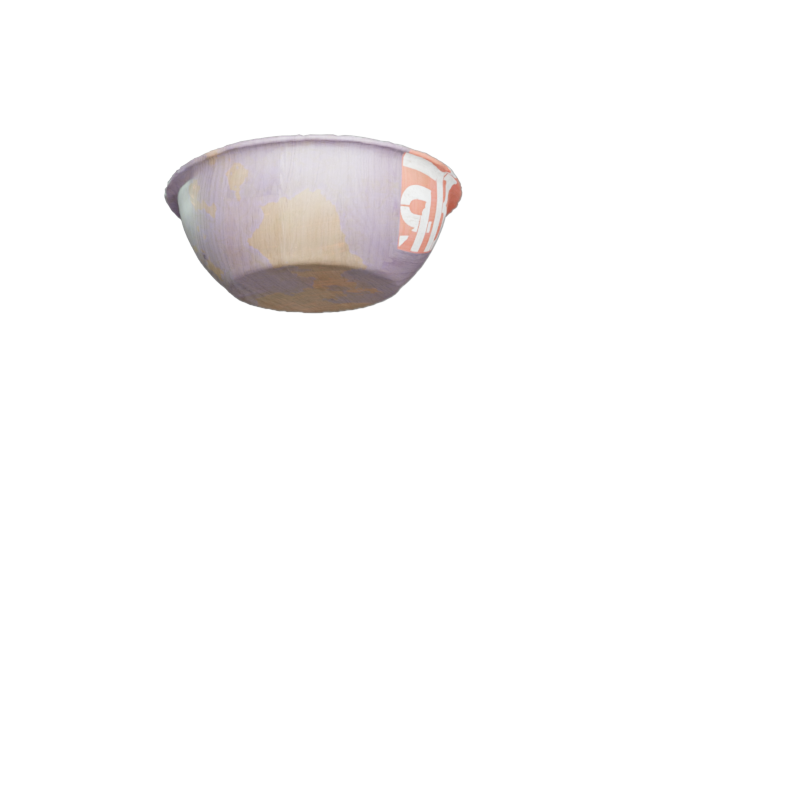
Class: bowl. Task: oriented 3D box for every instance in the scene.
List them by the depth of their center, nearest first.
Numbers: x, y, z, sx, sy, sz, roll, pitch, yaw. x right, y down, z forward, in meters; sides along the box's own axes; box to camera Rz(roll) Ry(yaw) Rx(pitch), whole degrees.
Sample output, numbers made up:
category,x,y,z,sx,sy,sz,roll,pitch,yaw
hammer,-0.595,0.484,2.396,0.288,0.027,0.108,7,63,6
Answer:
category,x,y,z,sx,sy,sz,roll,pitch,yaw
bowl,-0.047,-0.085,0.598,0.162,0.057,0.156,0,-13,-2
